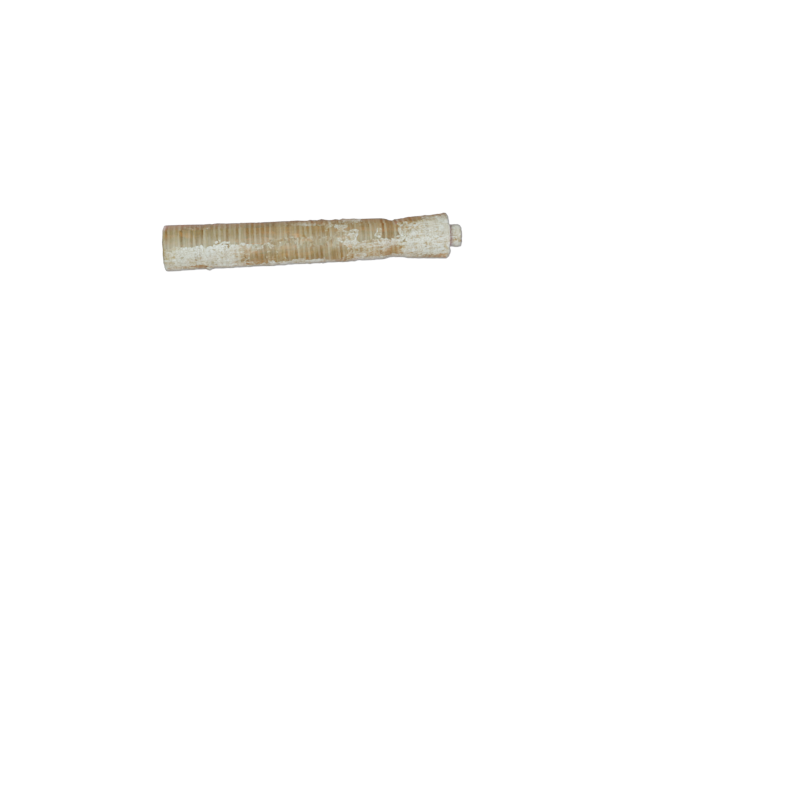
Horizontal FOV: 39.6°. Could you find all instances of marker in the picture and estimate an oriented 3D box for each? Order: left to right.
[{"bbox_3d":[-0.035,-0.064,0.451,0.120,0.020,0.020,-3,4,-3],"label":"marker"}]
